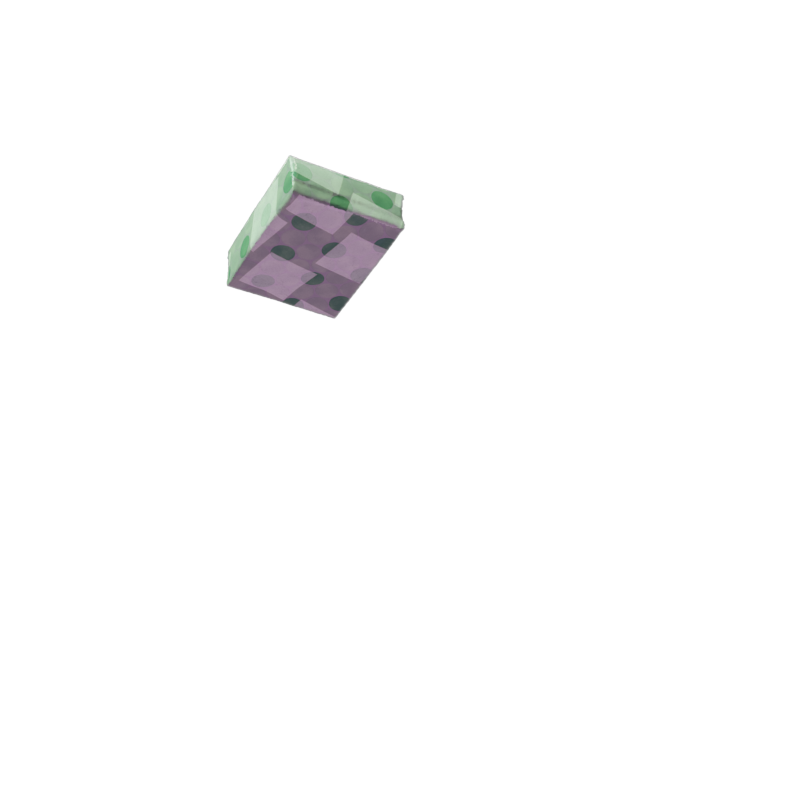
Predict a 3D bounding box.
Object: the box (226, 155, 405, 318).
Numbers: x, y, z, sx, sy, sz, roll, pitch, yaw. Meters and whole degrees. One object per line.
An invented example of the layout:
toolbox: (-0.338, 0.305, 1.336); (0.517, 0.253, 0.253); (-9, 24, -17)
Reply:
box: (-0.062, -0.113, 0.788); (0.086, 0.042, 0.110); (17, -40, -23)
